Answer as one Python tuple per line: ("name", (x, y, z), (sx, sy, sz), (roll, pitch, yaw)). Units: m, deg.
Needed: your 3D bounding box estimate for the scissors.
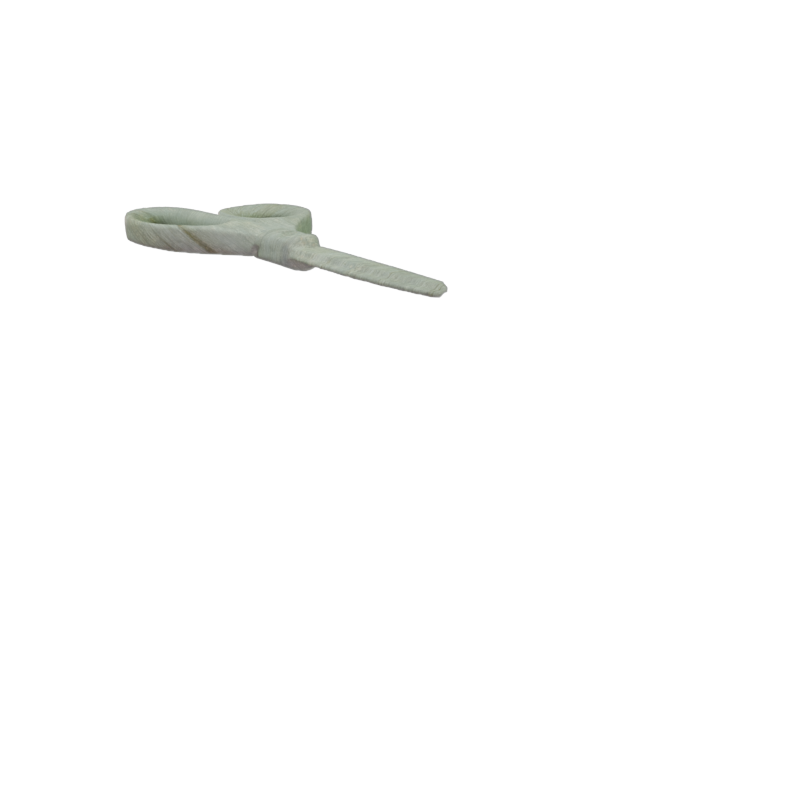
("scissors", (-0.038, -0.069, 0.481), (0.212, 0.015, 0.094), (15, 23, 38))
